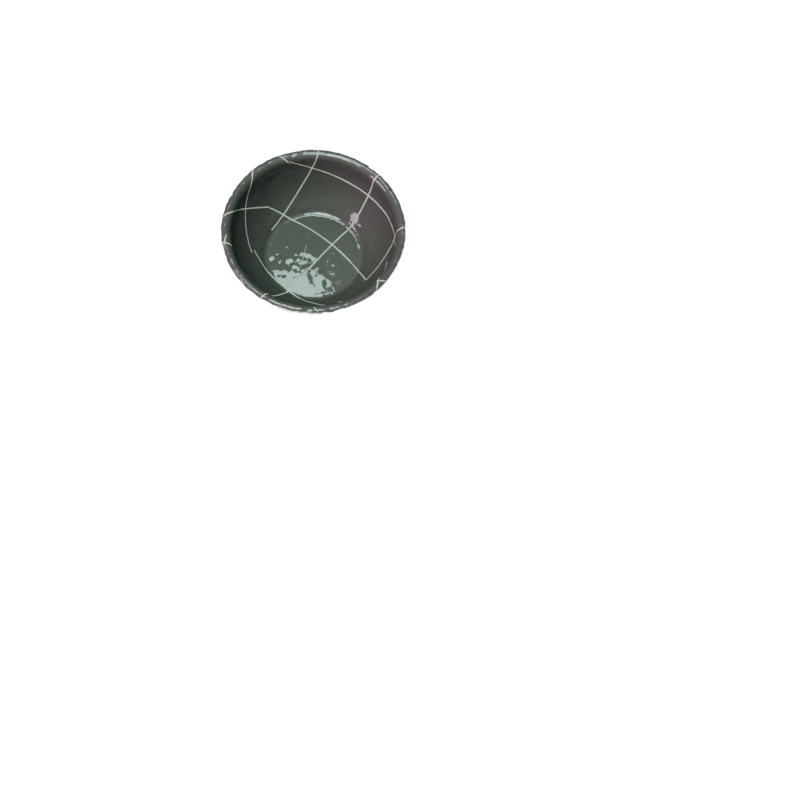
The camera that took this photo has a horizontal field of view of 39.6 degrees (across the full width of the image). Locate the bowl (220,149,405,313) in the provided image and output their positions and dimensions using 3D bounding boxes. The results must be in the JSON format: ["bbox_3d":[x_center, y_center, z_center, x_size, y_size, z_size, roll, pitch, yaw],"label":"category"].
[{"bbox_3d":[-0.077,-0.141,0.990,0.162,0.172,0.052,-1,-26,-1],"label":"bowl"}]
